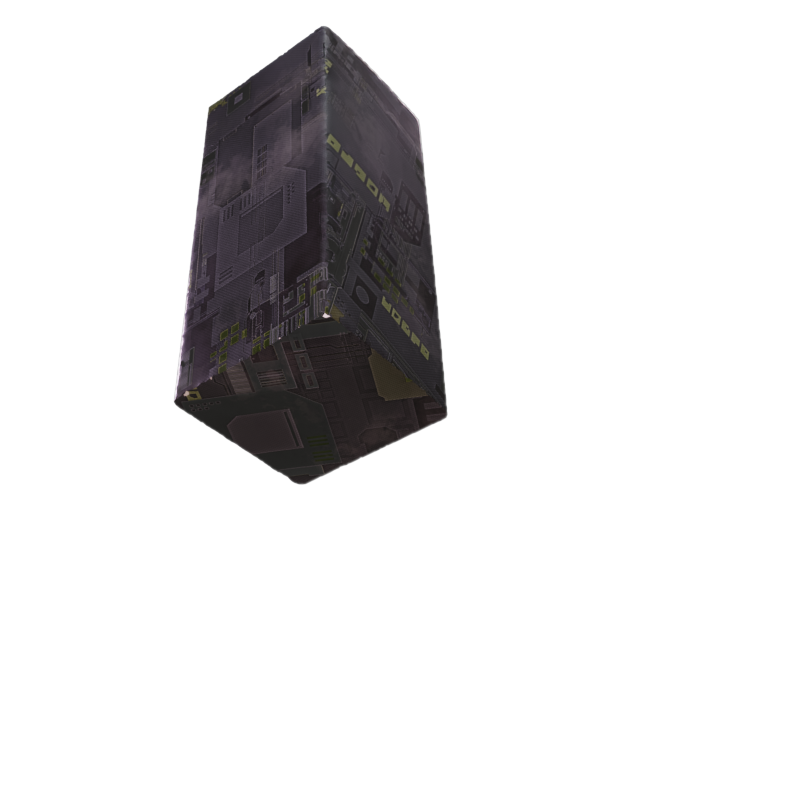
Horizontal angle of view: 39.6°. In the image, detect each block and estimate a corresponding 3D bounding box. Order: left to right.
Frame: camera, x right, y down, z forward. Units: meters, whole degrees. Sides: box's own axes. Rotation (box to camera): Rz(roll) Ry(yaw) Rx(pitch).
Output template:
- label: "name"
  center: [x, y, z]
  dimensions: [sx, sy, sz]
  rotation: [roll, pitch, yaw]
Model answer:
- label: "block"
  center: [-0.043, -0.079, 0.556]
  dimensions: [0.090, 0.221, 0.084]
  rotation: [-29, -47, 26]
